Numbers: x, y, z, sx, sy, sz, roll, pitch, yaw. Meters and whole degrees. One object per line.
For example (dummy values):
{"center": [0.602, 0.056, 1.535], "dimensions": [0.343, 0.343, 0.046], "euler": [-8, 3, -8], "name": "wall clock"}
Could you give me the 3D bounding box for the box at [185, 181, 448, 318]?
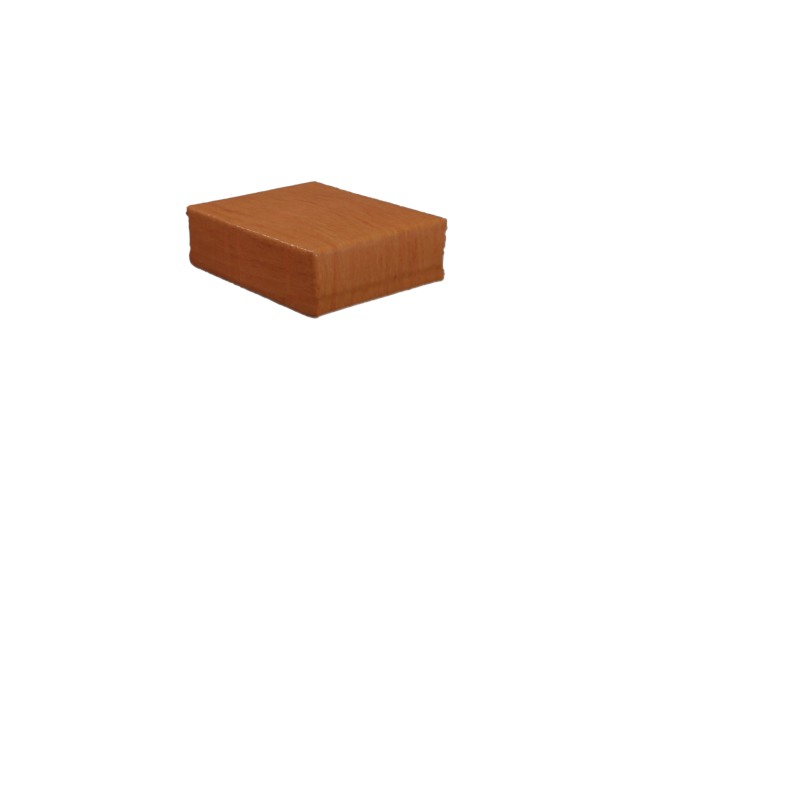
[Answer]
{"center": [-0.046, -0.083, 0.584], "dimensions": [0.088, 0.037, 0.121], "euler": [-20, 32, -36], "name": "box"}
